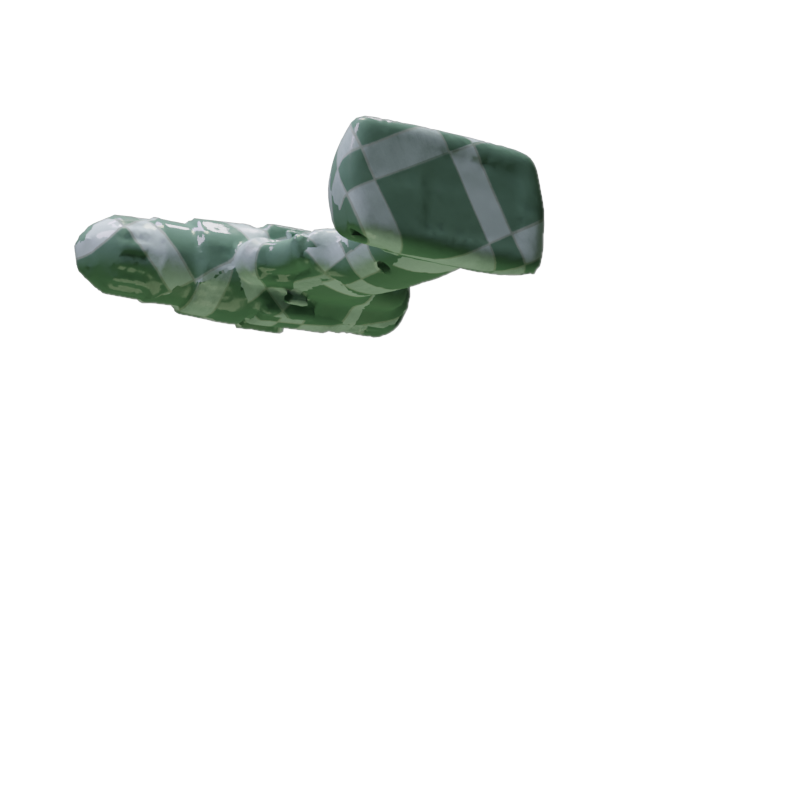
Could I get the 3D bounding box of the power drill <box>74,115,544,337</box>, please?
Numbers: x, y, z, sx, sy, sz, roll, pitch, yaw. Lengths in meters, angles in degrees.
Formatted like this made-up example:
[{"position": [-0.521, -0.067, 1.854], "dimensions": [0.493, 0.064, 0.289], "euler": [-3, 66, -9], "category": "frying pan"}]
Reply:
[{"position": [-0.041, -0.074, 0.522], "dimensions": [0.177, 0.059, 0.190], "euler": [5, -9, -31], "category": "power drill"}]
